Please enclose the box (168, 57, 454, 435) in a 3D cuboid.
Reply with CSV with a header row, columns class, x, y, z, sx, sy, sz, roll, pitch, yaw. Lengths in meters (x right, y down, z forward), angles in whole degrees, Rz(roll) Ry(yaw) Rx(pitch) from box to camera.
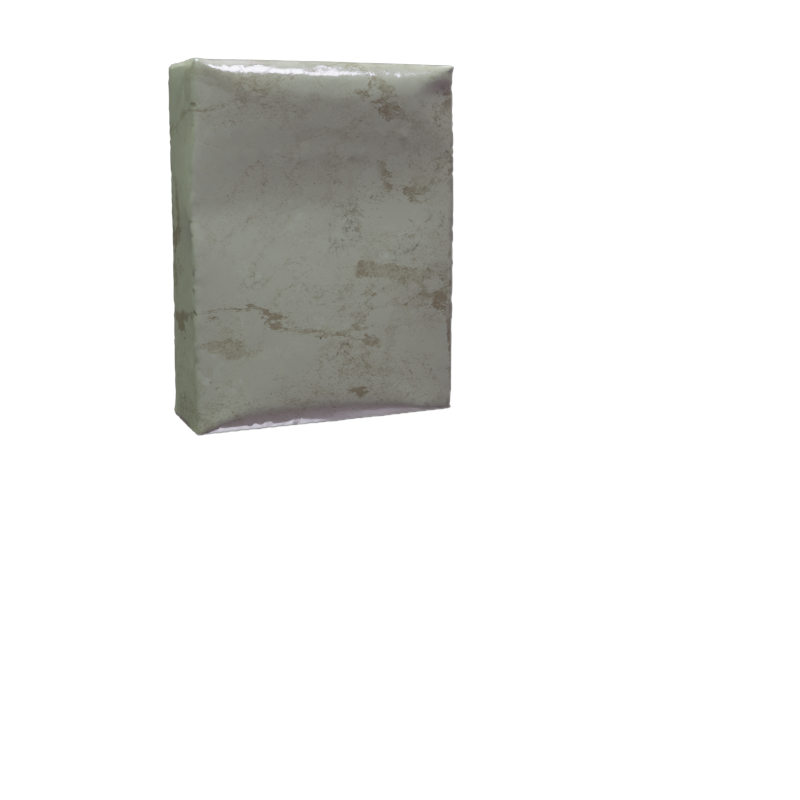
class,x,y,z,sx,sy,sz,roll,pitch,yaw
box,-0.052,-0.095,0.668,0.160,0.211,0.075,-3,7,-21
